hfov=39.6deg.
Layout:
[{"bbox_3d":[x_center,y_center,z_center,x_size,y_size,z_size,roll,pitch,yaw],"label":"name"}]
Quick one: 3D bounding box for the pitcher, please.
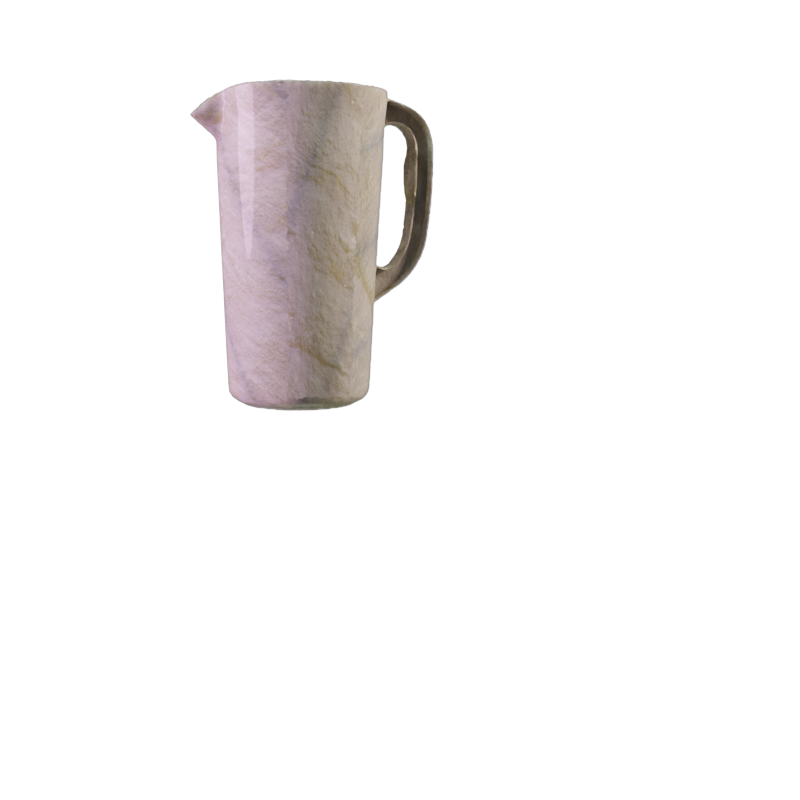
[{"bbox_3d":[-0.066,-0.121,0.847,0.154,0.242,0.141,2,4,25],"label":"pitcher"}]
